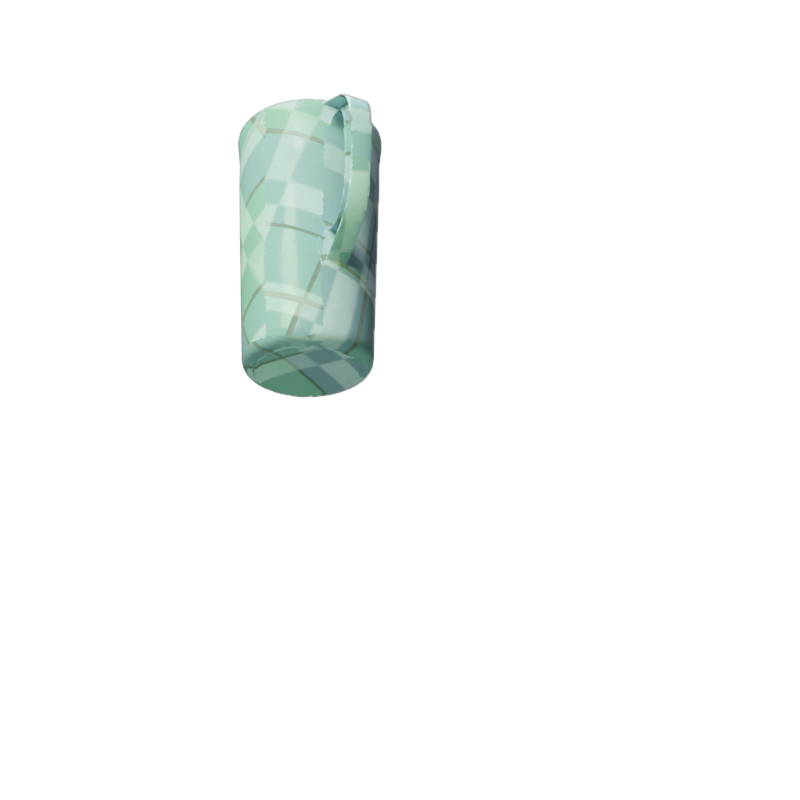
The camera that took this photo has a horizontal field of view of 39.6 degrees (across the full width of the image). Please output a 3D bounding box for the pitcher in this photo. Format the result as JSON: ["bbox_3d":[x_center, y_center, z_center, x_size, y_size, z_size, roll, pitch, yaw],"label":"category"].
[{"bbox_3d":[-0.075,-0.136,0.954,0.147,0.259,0.138,-11,-32,14],"label":"pitcher"}]
